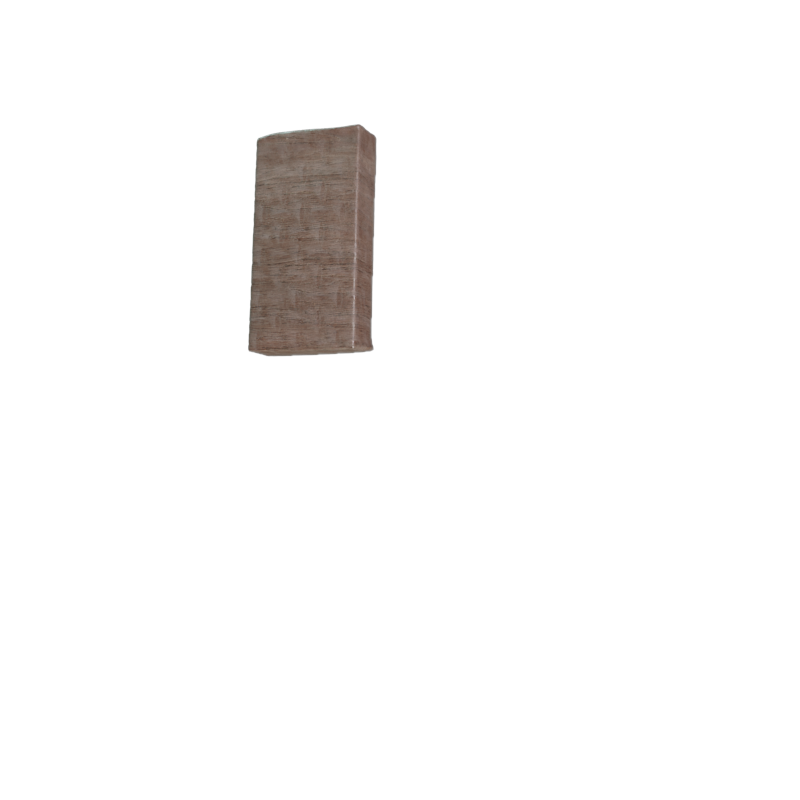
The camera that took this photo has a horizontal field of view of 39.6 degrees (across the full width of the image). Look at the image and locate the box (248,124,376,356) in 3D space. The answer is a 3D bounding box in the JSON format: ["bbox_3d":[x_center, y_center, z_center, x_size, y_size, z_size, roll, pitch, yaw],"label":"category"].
[{"bbox_3d":[-0.069,-0.125,0.873,0.096,0.180,0.046,-4,-10,22],"label":"box"}]
